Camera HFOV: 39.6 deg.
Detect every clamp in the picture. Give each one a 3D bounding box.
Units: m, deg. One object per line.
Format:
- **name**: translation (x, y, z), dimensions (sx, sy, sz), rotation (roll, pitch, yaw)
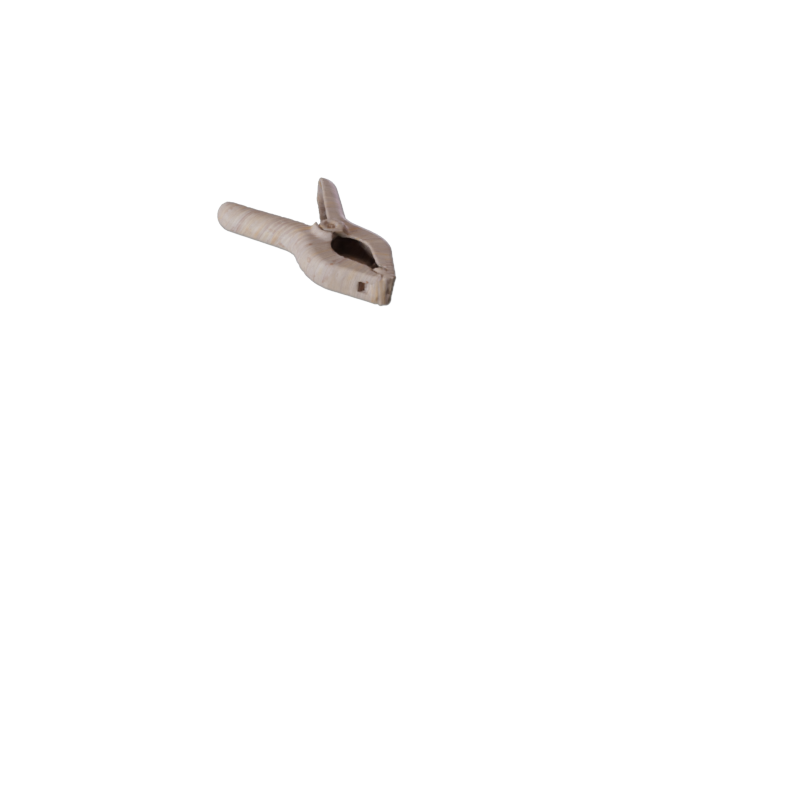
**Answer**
- **clamp**: translation (-0.072, -0.132, 0.924), dimensions (0.119, 0.037, 0.185), rotation (-19, 42, -23)
